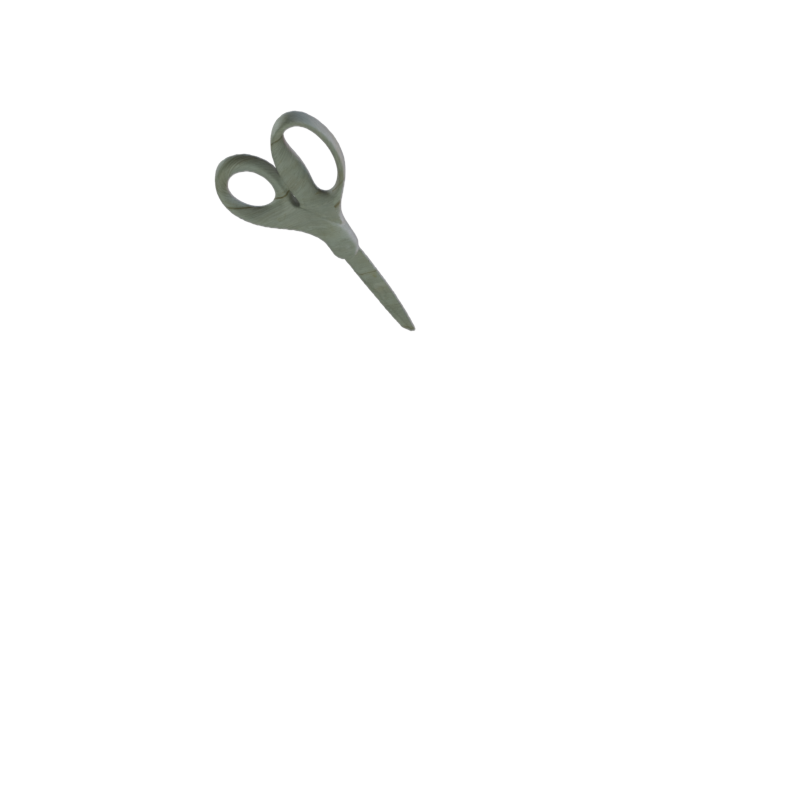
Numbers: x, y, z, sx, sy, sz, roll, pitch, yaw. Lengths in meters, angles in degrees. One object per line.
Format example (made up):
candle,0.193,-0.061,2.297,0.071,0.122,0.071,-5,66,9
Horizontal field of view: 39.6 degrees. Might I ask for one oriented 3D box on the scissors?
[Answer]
scissors,-0.060,-0.109,0.761,0.097,0.186,0.017,-12,40,10
